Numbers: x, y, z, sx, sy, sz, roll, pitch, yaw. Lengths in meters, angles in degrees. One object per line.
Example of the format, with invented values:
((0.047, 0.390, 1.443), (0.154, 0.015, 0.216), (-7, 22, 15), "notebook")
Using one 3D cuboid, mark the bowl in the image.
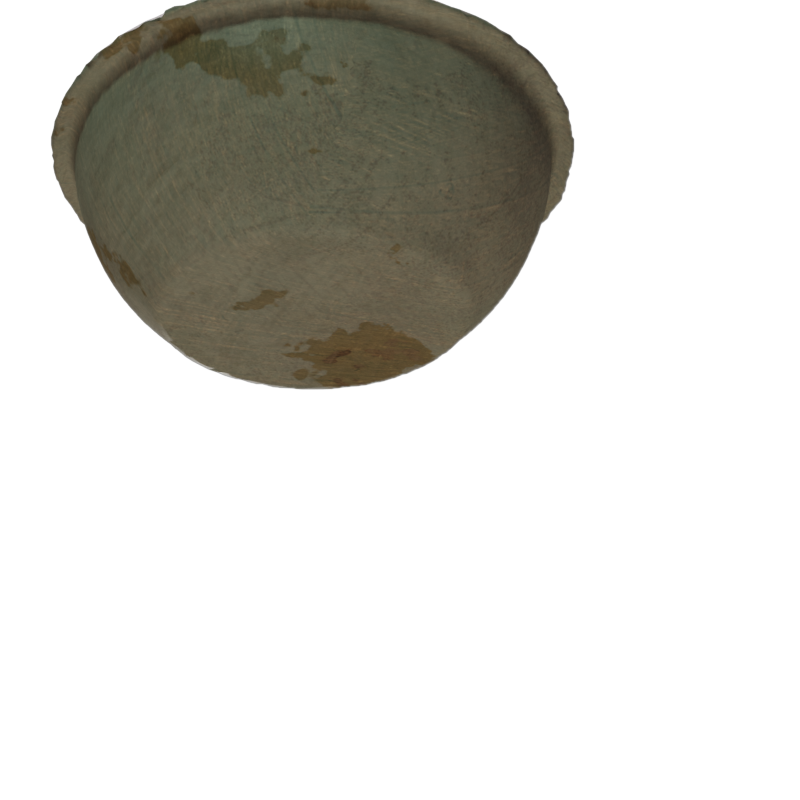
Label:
((-0.026, -0.048, 0.334), (0.162, 0.059, 0.152), (1, -28, -2), "bowl")
